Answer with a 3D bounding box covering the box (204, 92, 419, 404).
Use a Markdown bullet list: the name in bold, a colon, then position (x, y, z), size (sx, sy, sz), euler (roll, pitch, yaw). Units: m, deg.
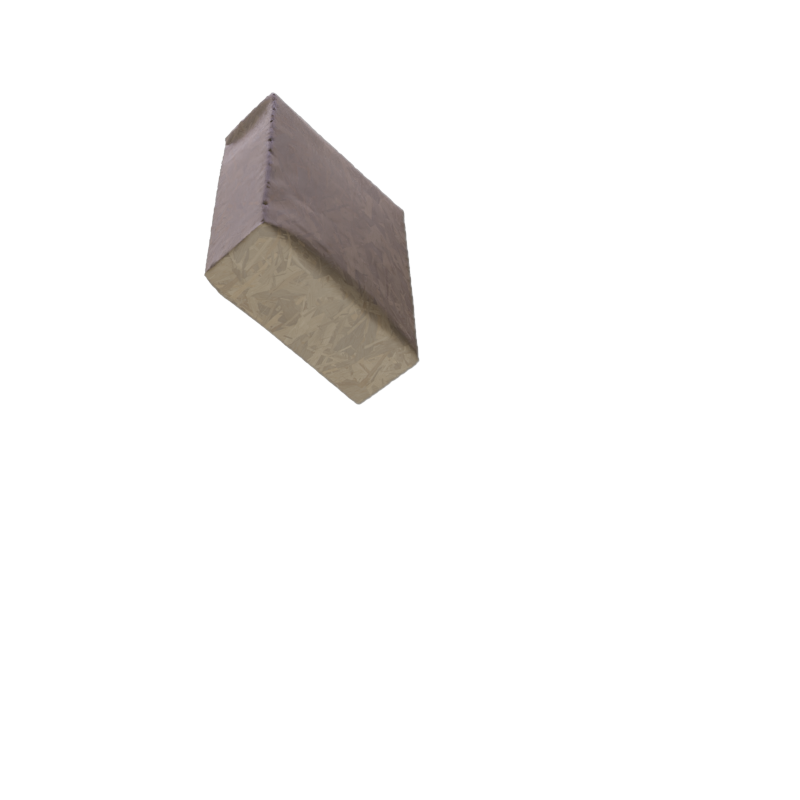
- **box**: position (-0.068, -0.124, 0.870), size (0.071, 0.229, 0.155), euler (-39, -60, 23)
